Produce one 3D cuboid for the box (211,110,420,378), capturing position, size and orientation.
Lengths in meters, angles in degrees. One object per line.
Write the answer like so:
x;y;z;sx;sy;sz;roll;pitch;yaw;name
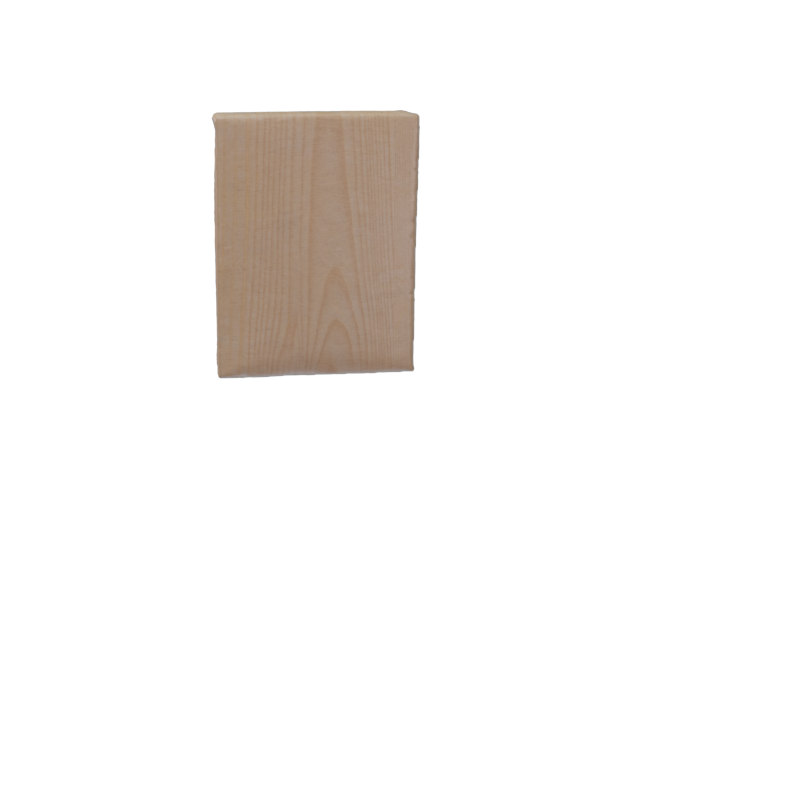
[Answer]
-0.072;-0.131;0.914;0.162;0.208;0.074;-2;11;-9;box
